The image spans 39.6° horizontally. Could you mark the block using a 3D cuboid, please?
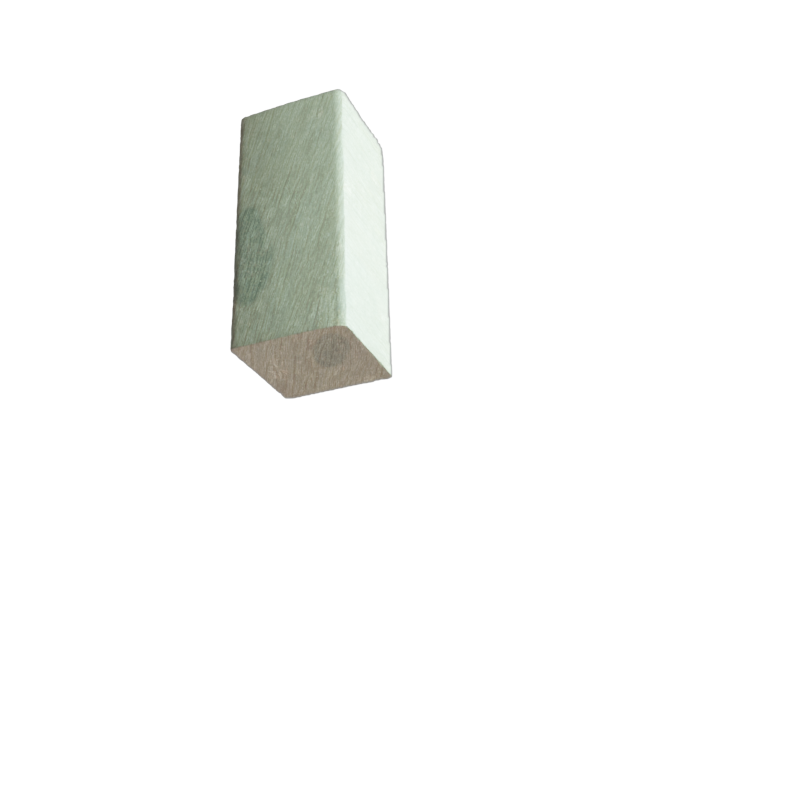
[{"bbox_3d":[-0.065,-0.120,0.838,0.091,0.220,0.084,-14,-32,19],"label":"block"}]
